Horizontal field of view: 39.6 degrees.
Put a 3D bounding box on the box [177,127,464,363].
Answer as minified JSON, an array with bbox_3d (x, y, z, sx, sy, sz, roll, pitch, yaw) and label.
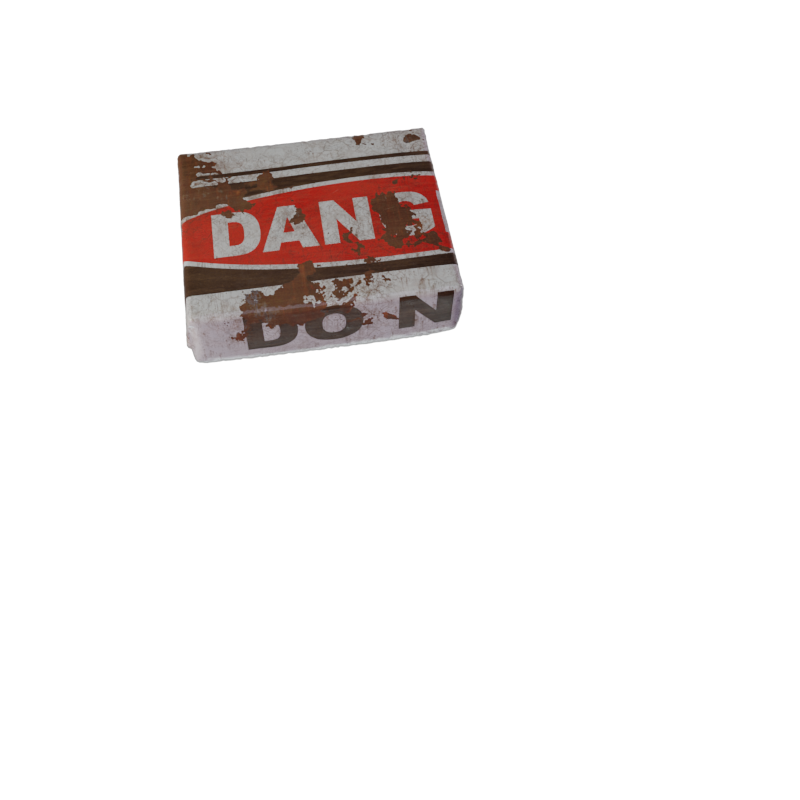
[{"bbox_3d":[-0.037,-0.067,0.473,0.113,0.096,0.036,-7,-34,-5],"label":"box"}]
